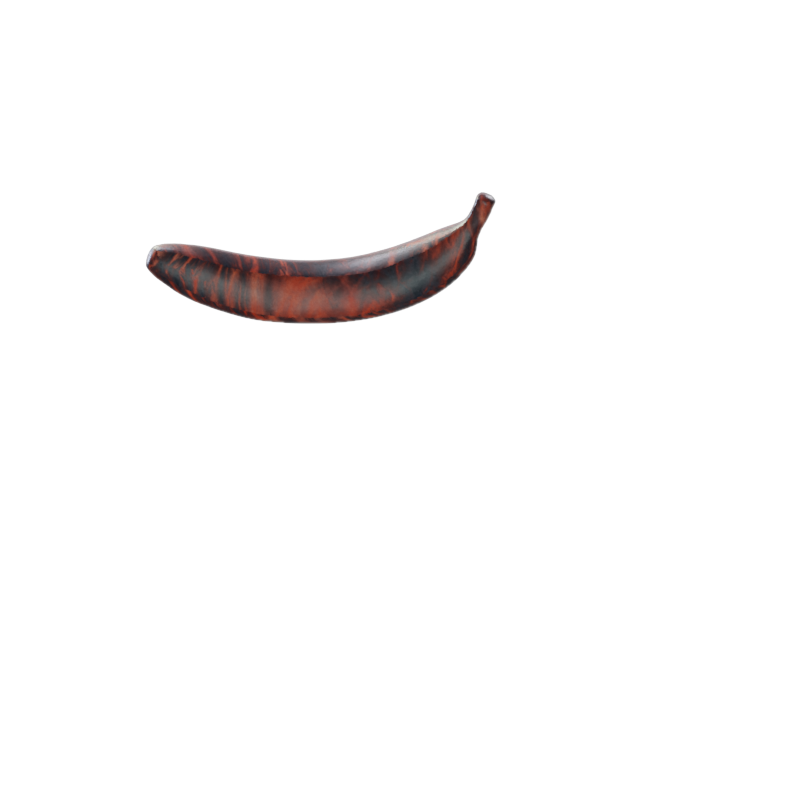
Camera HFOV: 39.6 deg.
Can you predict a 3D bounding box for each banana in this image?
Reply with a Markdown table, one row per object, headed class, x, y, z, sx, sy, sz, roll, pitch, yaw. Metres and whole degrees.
| class | x | y | z | sx | sy | sz | roll | pitch | yaw |
| --- | --- | --- | --- | --- | --- | --- | --- | --- | --- |
| banana | -0.042 | -0.074 | 0.633 | 0.198 | 0.066 | 0.039 | -10 | 26 | 4 |
